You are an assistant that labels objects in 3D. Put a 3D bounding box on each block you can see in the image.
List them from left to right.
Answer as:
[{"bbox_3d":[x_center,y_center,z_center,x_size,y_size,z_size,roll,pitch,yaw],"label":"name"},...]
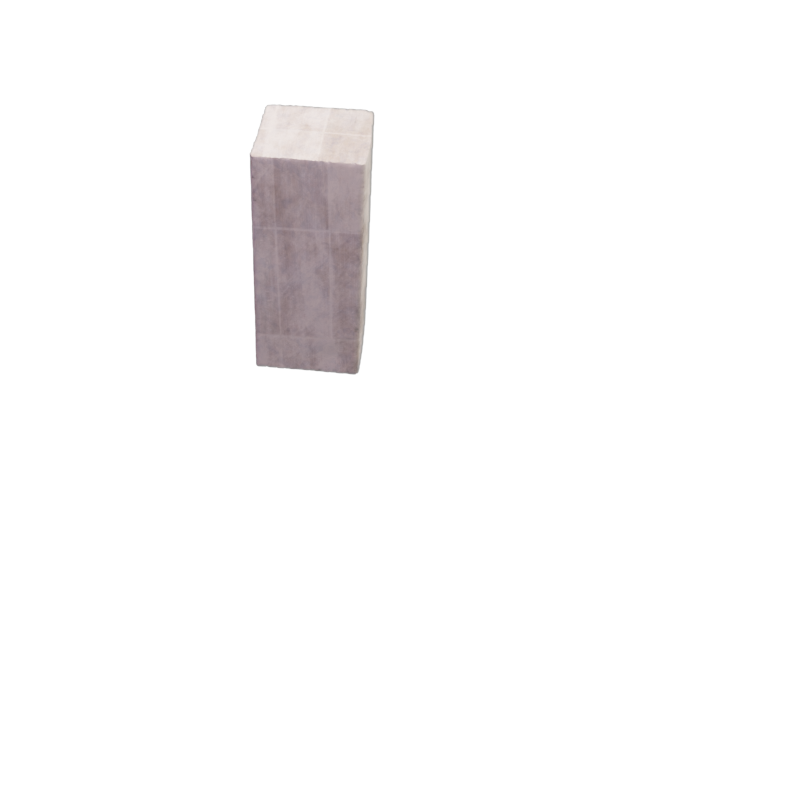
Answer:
[{"bbox_3d":[-0.072,-0.132,0.922,0.091,0.193,0.096,5,37,2],"label":"block"}]
